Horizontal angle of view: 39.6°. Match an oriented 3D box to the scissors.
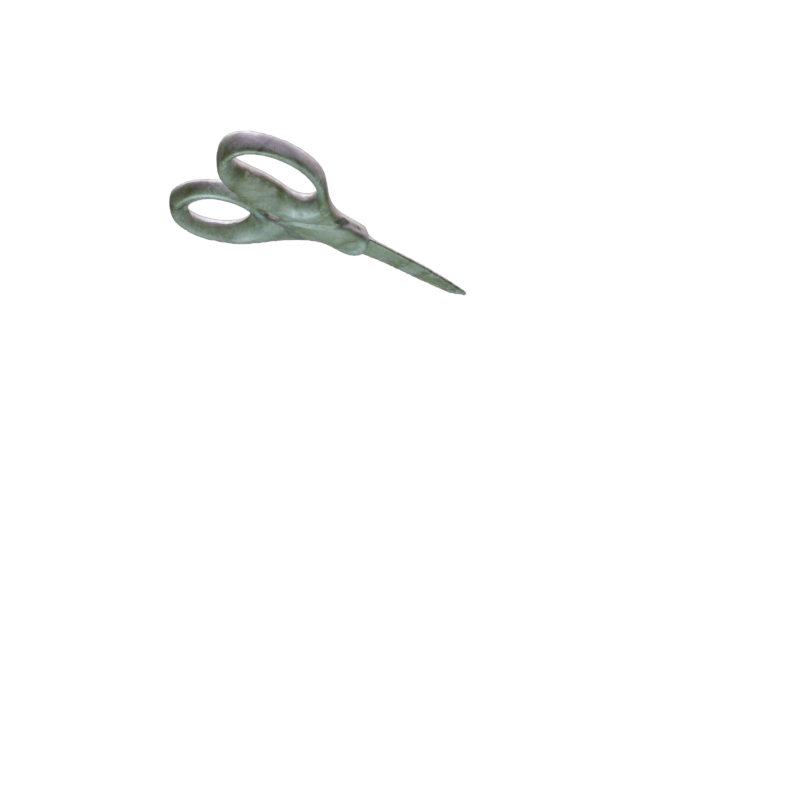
[{"bbox_3d":[-0.049,-0.089,0.623,0.097,0.017,0.187,-14,-29,27],"label":"scissors"}]
